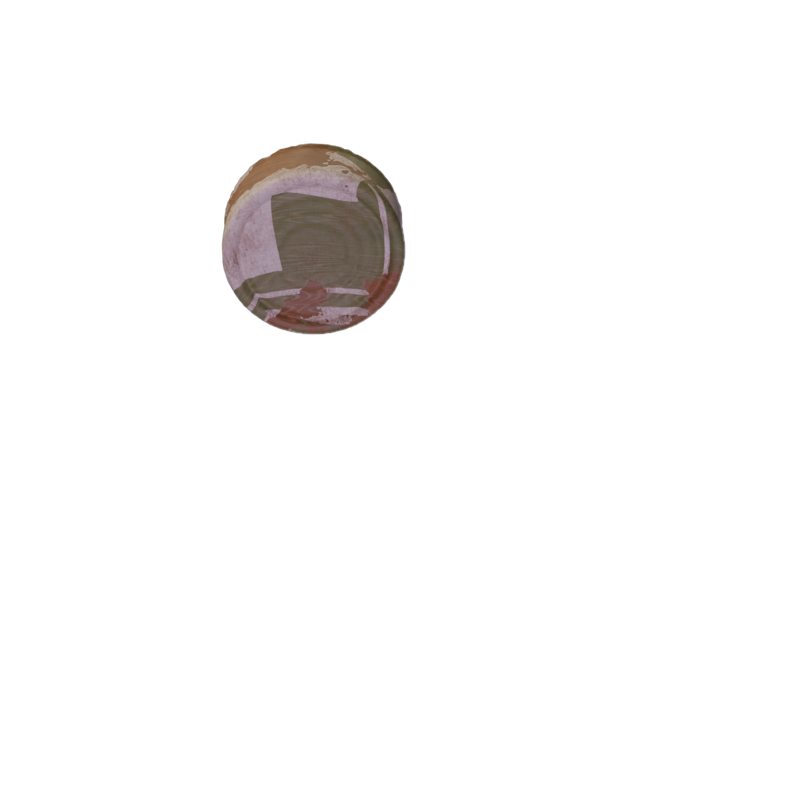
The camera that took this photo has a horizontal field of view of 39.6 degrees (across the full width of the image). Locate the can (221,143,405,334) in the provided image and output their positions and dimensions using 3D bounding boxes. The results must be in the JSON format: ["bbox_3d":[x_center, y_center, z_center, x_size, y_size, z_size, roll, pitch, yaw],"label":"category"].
[{"bbox_3d":[-0.041,-0.074,0.517,0.086,0.081,0.036,1,29,-1],"label":"can"}]
